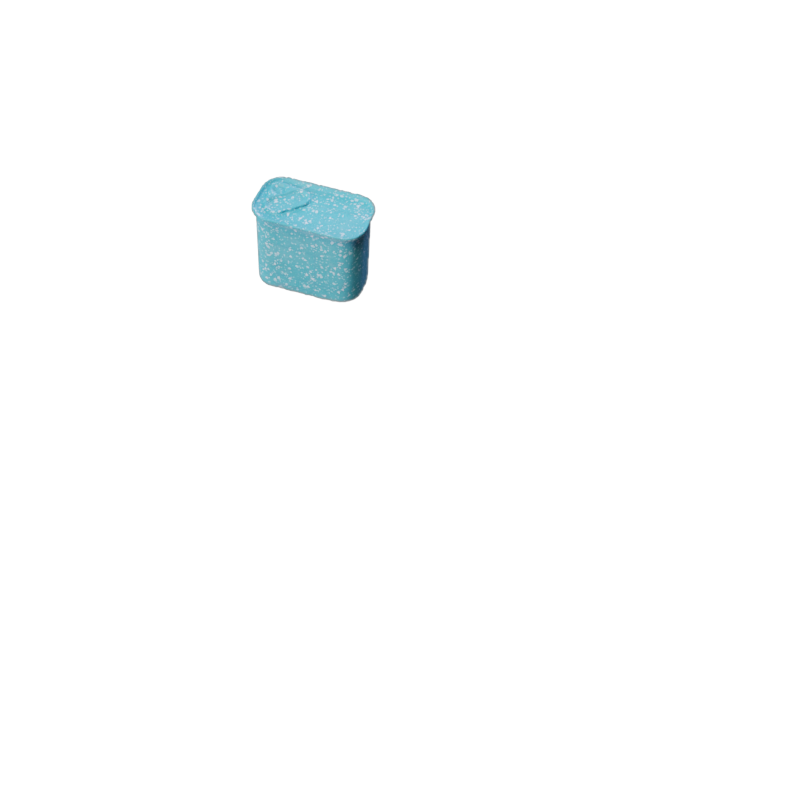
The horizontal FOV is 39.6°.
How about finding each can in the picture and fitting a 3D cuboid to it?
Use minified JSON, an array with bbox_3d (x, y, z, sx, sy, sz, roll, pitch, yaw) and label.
[{"bbox_3d":[-0.075,-0.137,0.962,0.104,0.060,0.078,16,-40,12],"label":"can"}]
